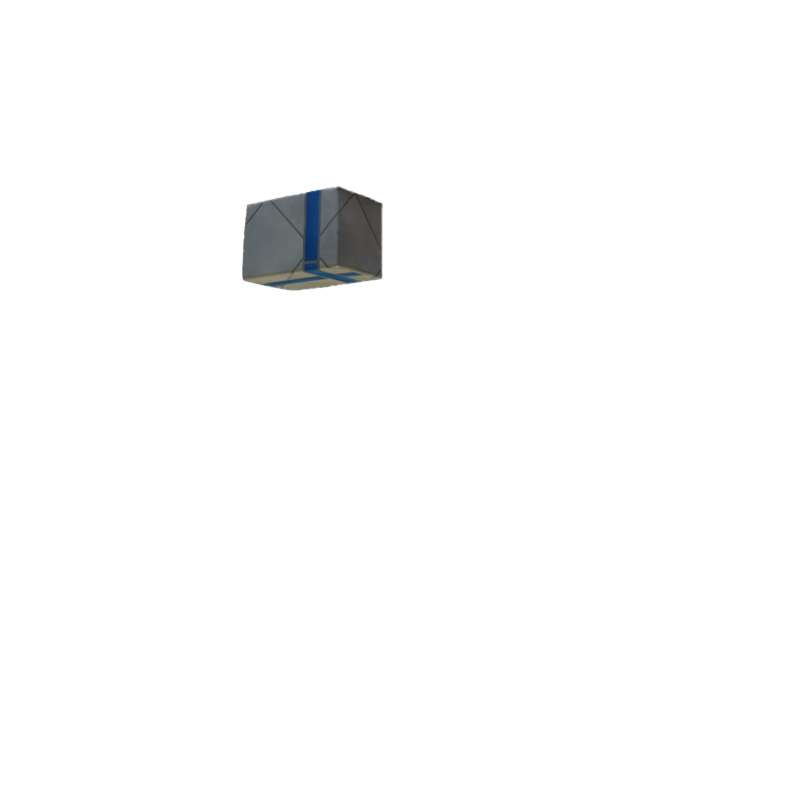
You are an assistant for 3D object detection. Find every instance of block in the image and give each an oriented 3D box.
[{"bbox_3d":[-0.056,-0.103,0.719,0.080,0.053,0.050,-5,-10,34],"label":"block"}]
